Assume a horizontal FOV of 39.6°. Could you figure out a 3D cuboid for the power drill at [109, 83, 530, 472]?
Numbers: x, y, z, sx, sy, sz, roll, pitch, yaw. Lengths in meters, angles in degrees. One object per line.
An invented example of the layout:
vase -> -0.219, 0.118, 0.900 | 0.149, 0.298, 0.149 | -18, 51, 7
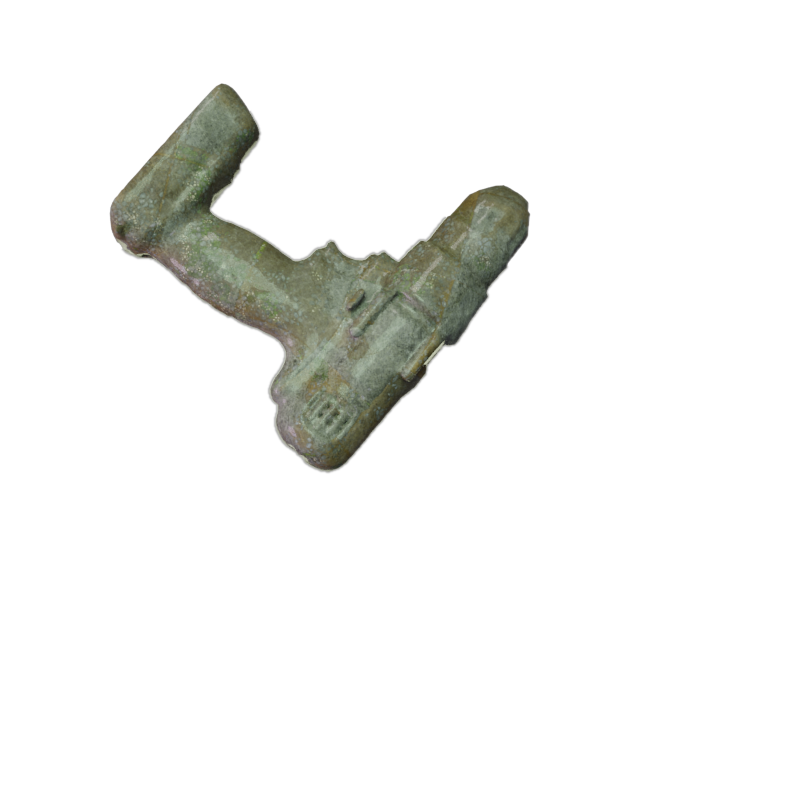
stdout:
power drill -> -0.047, -0.086, 0.600 | 0.192, 0.186, 0.055 | 39, -12, 9
